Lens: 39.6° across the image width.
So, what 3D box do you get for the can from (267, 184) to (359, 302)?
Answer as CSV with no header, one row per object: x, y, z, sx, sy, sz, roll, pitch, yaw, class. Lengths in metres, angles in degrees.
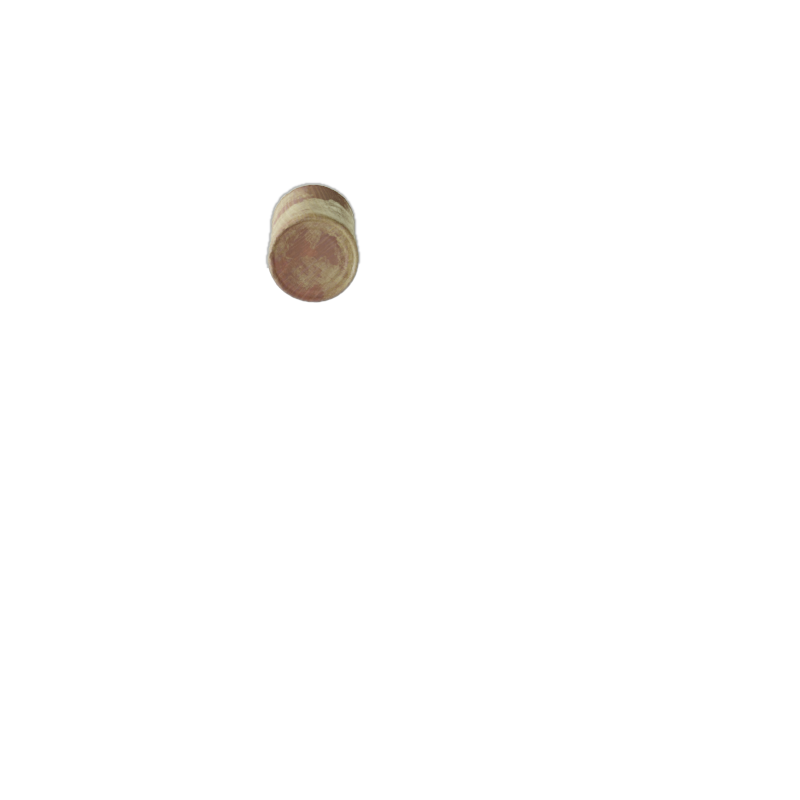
-0.066,-0.121,0.845,0.068,0.066,0.107,0,21,-3,can
